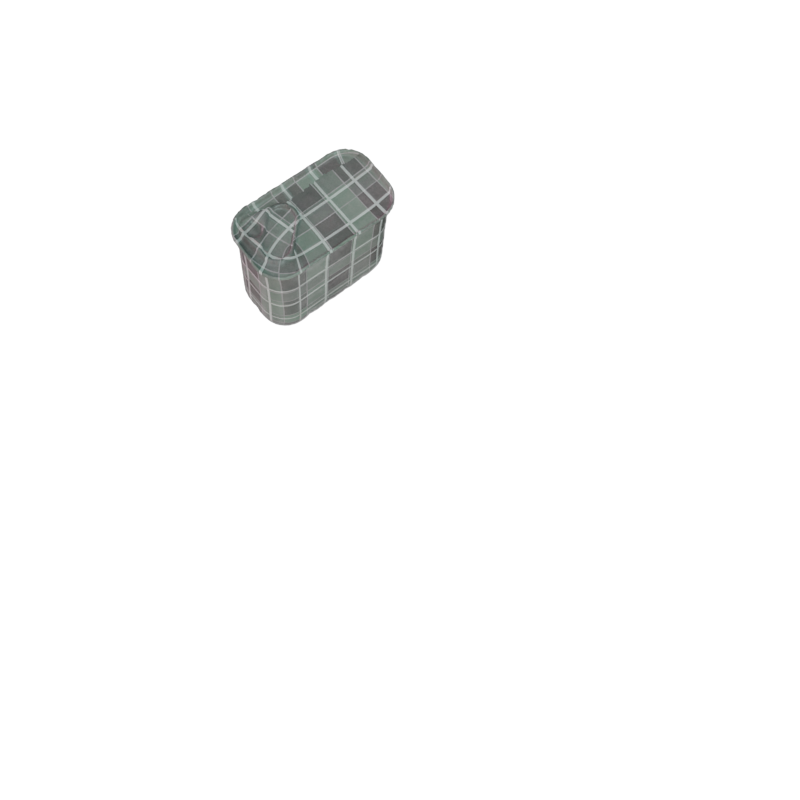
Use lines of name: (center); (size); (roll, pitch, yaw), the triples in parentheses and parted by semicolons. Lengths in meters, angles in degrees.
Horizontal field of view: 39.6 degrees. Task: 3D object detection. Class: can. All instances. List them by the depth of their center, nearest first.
can: (-0.056, -0.103, 0.720); (0.102, 0.060, 0.080); (-35, -16, -15)
